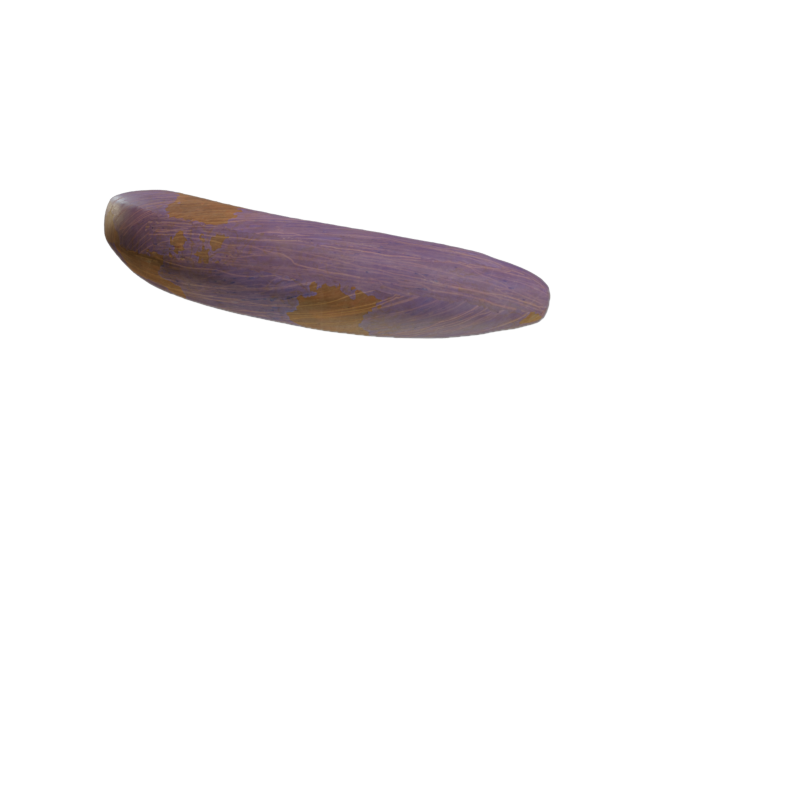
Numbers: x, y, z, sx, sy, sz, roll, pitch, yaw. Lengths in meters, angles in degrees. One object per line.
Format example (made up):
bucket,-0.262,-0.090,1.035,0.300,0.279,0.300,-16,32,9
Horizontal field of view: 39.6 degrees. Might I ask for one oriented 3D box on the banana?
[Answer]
banana,-0.046,-0.055,0.412,0.208,0.035,0.069,18,30,33
